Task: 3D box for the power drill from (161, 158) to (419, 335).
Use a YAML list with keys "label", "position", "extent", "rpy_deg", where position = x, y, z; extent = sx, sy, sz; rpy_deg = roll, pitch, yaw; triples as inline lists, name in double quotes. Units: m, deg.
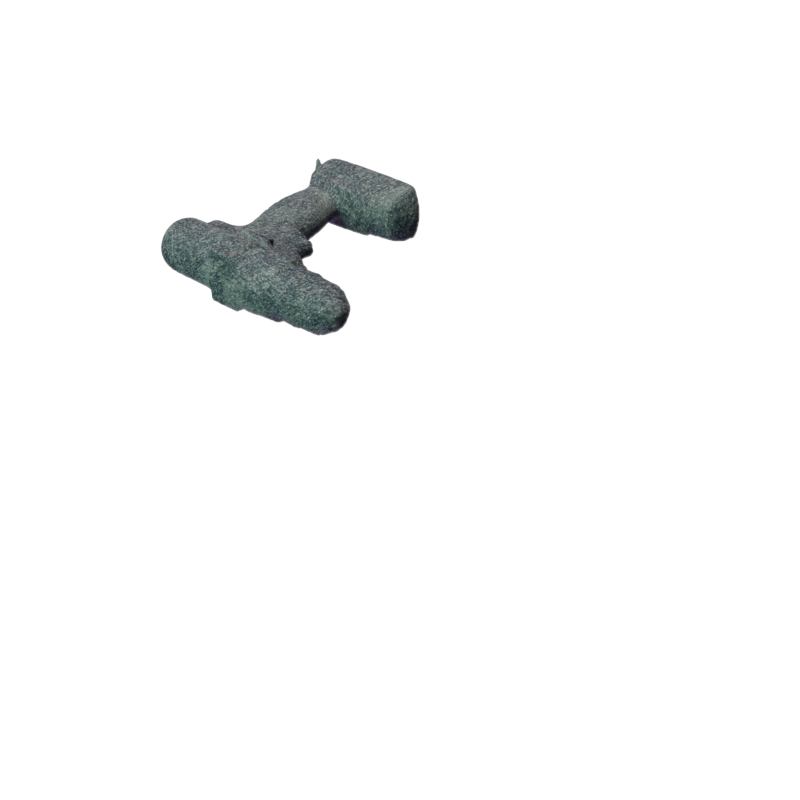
- label: "power drill"
  position: [-0.070, -0.127, 0.889]
  extent: [0.196, 0.054, 0.188]
  rpy_deg: [26, 42, 32]
